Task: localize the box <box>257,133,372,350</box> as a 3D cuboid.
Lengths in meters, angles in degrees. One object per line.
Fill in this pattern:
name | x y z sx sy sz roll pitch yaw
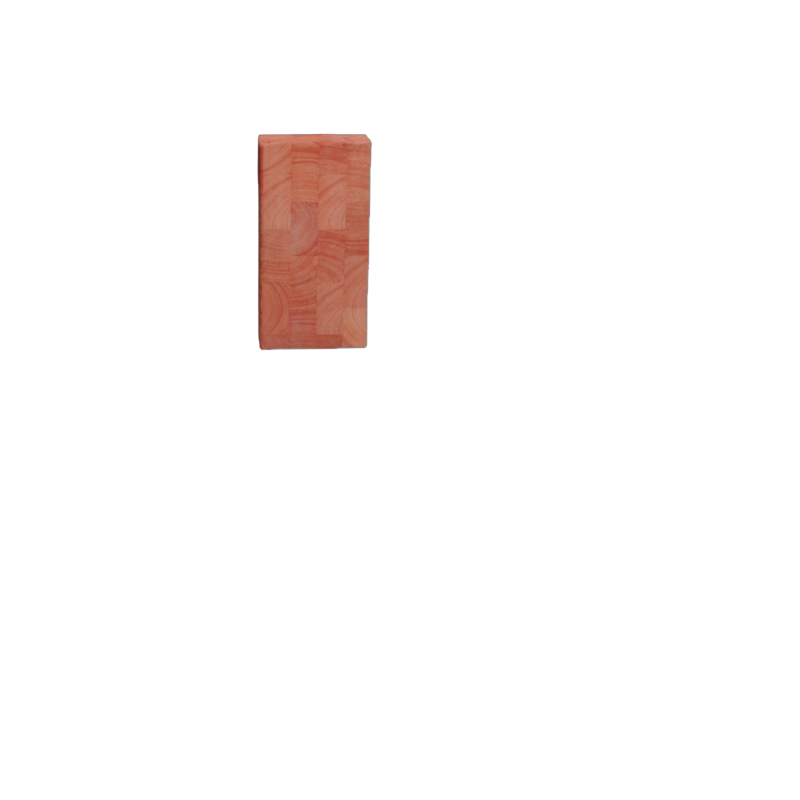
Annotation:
box | -0.072 -0.131 0.920 0.093 0.170 0.050 -1 17 -6
